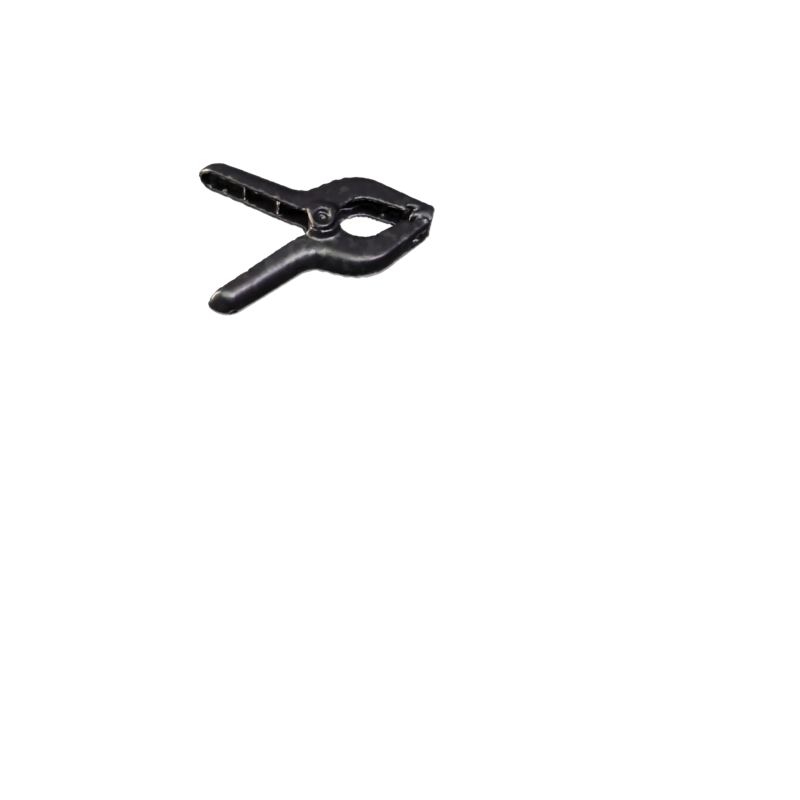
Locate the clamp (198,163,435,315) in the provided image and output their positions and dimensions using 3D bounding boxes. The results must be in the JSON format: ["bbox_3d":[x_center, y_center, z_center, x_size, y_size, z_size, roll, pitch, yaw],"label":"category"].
[{"bbox_3d":[-0.062,-0.112,0.787,0.171,0.126,0.037,2,-23,0],"label":"clamp"}]
